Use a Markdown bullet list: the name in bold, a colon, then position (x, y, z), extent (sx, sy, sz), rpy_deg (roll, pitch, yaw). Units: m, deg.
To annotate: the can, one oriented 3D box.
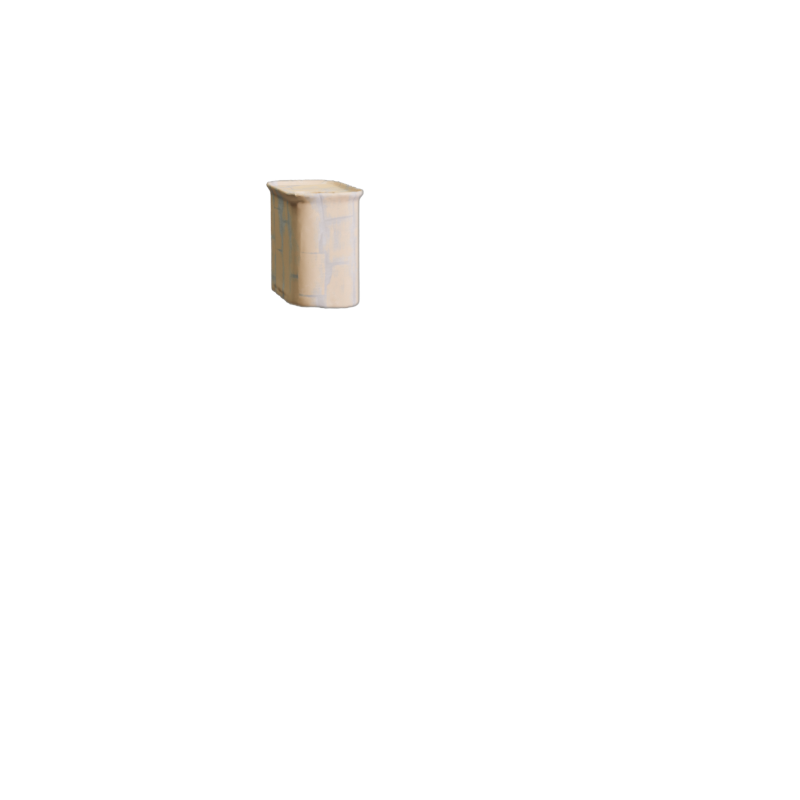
- **can**: position (-0.064, -0.117, 0.823), extent (0.056, 0.082, 0.107), rpy_deg (-3, 14, -17)
